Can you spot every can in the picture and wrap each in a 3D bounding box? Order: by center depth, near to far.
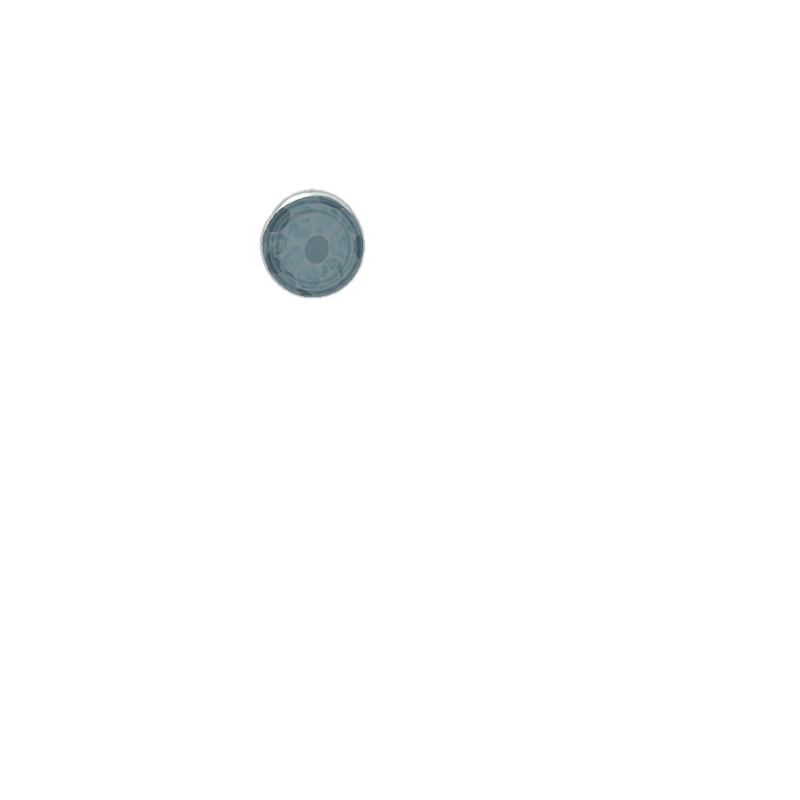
[{"bbox_3d":[-0.059,-0.108,0.759,0.068,0.067,0.104,0,9,-3],"label":"can"}]
